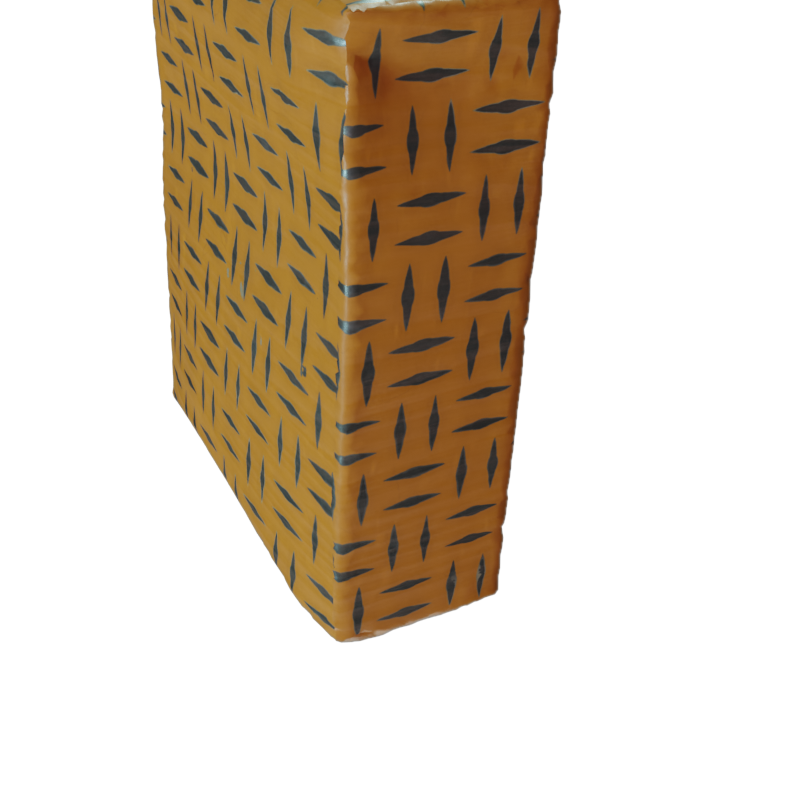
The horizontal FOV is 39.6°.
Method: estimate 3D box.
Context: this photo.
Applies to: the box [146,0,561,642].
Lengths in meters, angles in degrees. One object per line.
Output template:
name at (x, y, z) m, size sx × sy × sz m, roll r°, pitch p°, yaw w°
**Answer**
box at (-0.030, -0.055, 0.383) m, size 0.071 × 0.201 × 0.177 m, roll -13°, pitch 34°, yaw -24°
